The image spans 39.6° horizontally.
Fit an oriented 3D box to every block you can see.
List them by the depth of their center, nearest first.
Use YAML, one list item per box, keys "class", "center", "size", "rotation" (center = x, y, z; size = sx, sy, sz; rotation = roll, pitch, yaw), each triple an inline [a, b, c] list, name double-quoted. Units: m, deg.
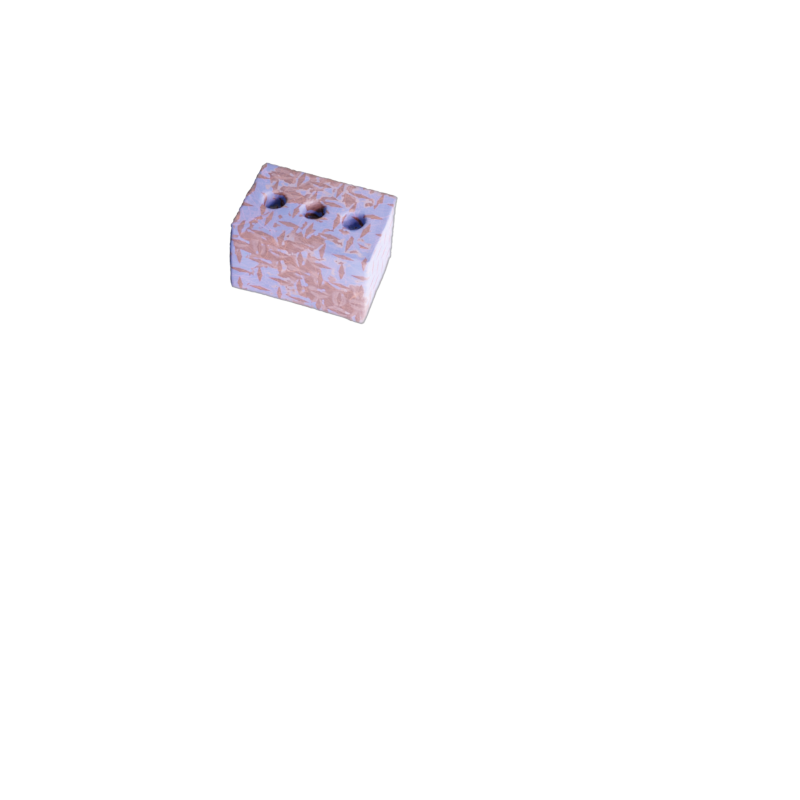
- class: "block"
  center: [-0.046, -0.085, 0.593]
  size: [0.080, 0.055, 0.048]
  rotation: [15, -37, 11]
